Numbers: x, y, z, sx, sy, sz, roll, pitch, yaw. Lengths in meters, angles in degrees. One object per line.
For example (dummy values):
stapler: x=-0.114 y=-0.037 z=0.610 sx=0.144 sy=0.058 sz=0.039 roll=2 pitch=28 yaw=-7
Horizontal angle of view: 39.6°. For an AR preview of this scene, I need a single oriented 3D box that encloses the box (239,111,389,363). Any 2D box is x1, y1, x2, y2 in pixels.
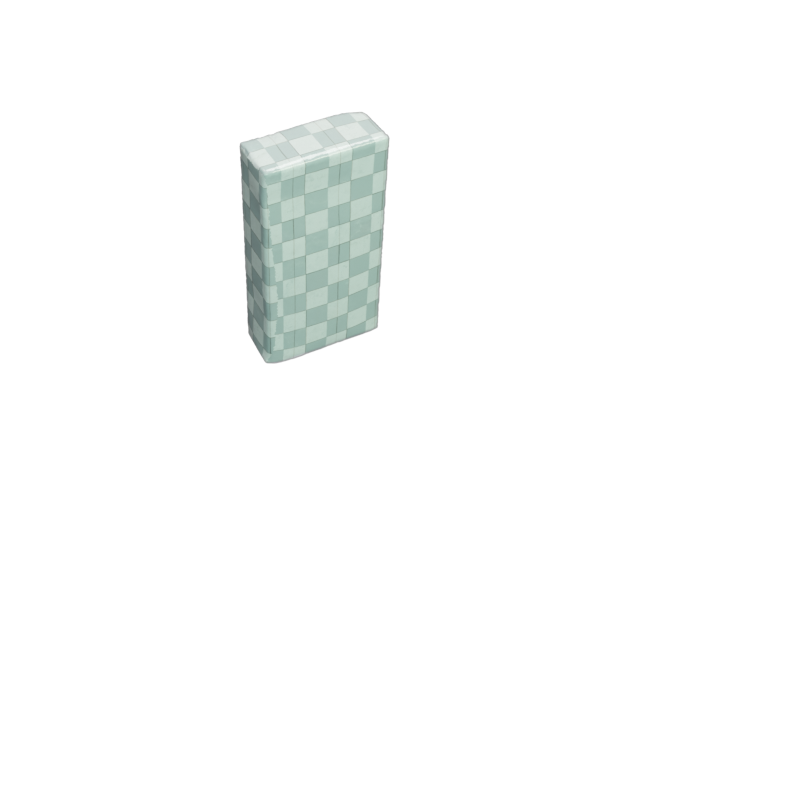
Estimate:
box: x=-0.060 y=-0.110 z=0.768 sx=0.092 sy=0.164 sz=0.052 roll=-19 pitch=47 yaw=-23
